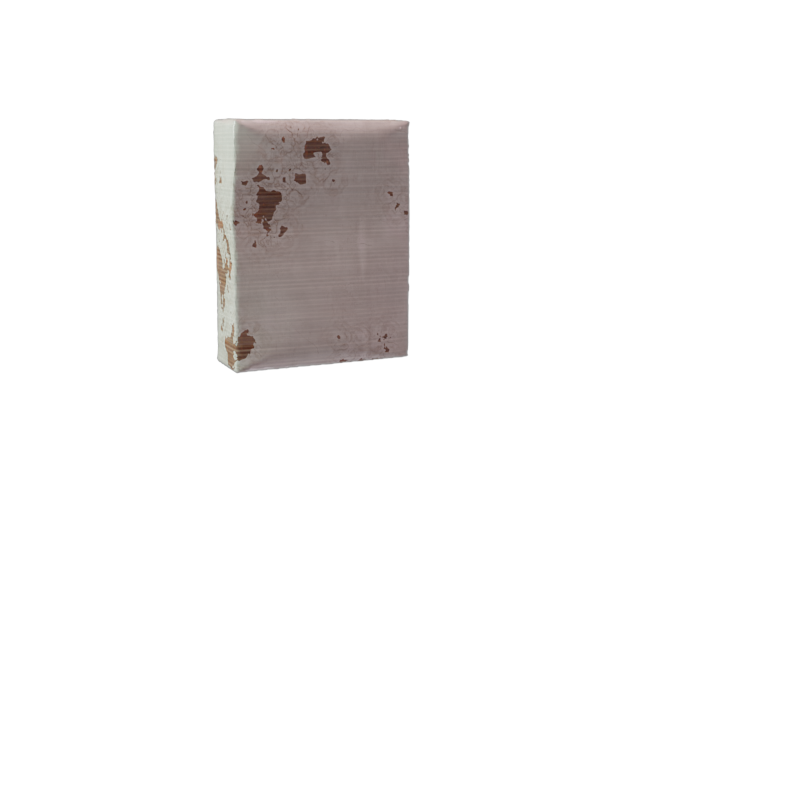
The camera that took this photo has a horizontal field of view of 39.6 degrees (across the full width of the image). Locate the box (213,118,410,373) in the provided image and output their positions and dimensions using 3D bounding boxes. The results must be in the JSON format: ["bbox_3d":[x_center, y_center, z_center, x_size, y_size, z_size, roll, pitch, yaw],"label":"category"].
[{"bbox_3d":[-0.076,-0.138,0.969,0.160,0.210,0.075,-3,8,-22],"label":"box"}]
